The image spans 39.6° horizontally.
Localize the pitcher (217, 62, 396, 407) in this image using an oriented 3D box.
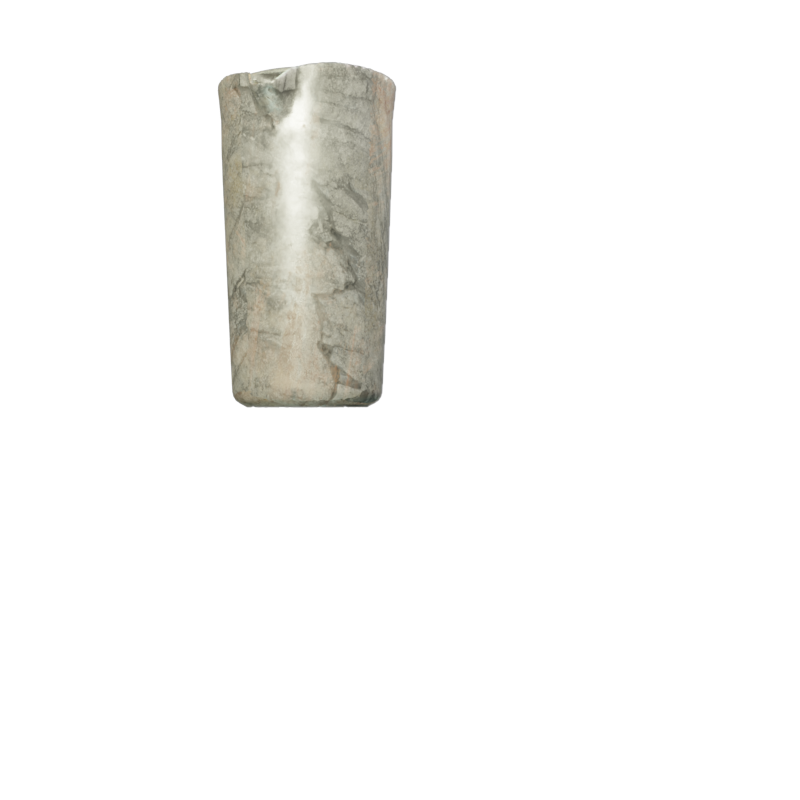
[{"bbox_3d":[-0.064,-0.117,0.822,0.144,0.248,0.147,3,-7,-27],"label":"pitcher"}]
